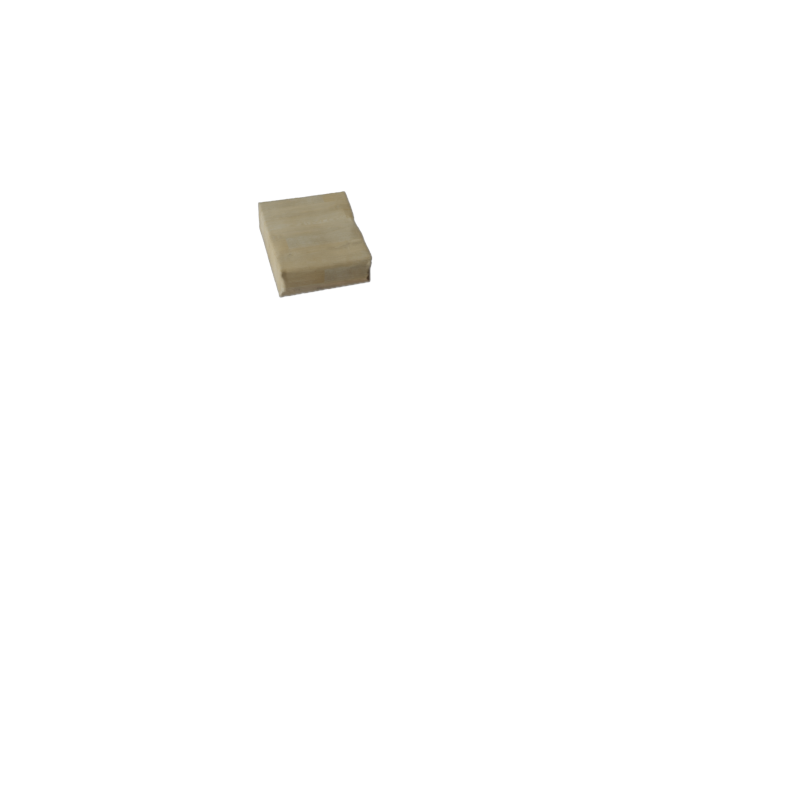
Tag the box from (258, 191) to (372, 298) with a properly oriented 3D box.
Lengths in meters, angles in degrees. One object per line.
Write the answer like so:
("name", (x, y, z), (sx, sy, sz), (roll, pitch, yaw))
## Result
("box", (-0.068, -0.124, 0.871), (0.072, 0.028, 0.097), (-10, 45, -10))
